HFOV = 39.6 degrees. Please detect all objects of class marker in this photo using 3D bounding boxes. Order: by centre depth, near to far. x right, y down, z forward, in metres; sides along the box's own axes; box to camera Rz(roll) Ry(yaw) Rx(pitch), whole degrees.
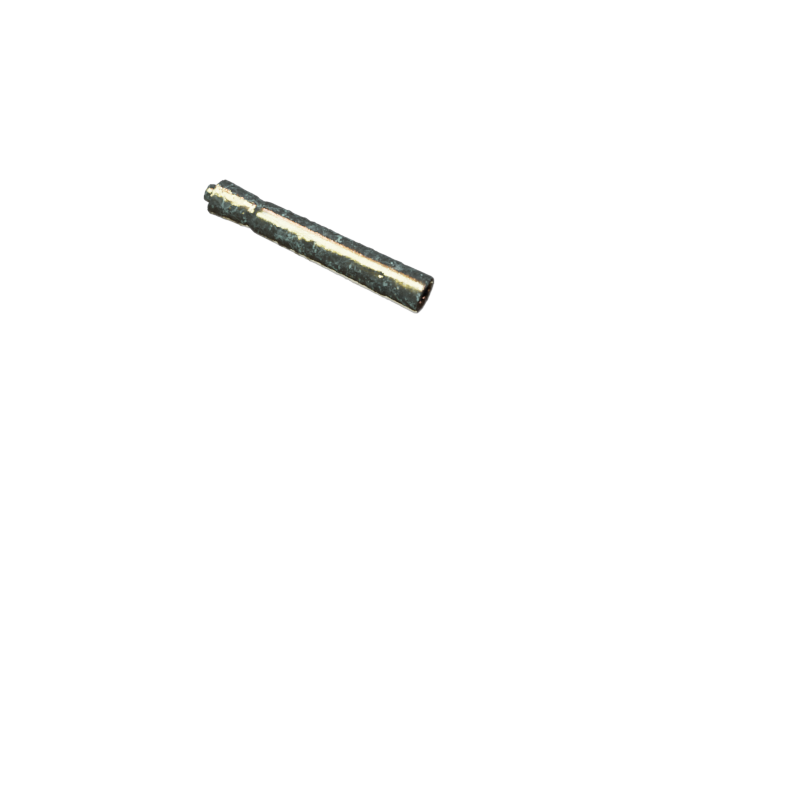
[{"bbox_3d":[-0.041,-0.076,0.529,0.126,0.019,0.019,27,12,17],"label":"marker"}]
